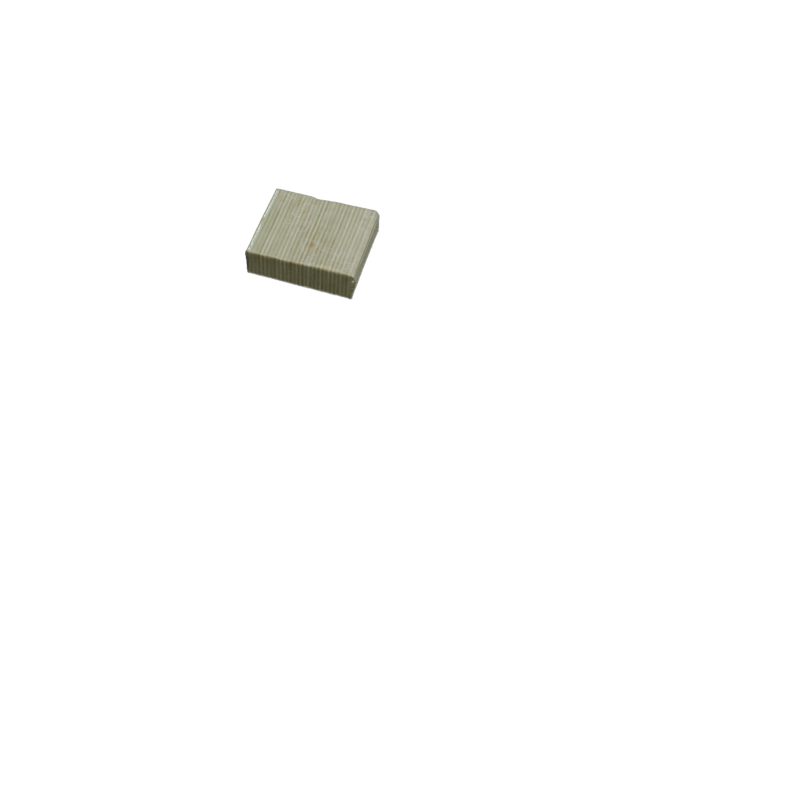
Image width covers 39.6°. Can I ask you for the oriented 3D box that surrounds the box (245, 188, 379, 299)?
[{"bbox_3d":[-0.068,-0.125,0.874,0.091,0.077,0.028,14,-37,10],"label":"box"}]
